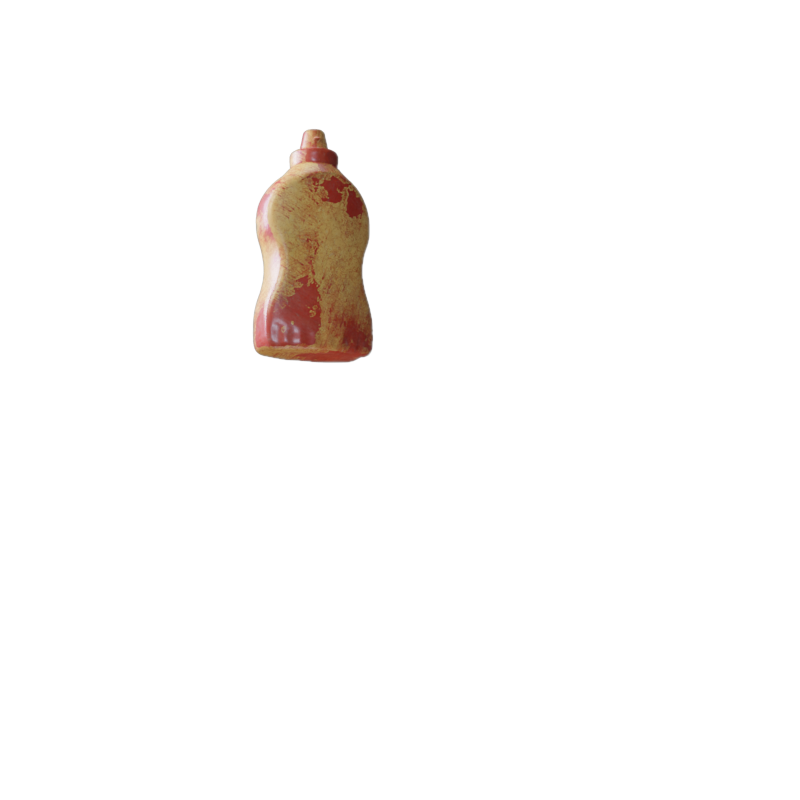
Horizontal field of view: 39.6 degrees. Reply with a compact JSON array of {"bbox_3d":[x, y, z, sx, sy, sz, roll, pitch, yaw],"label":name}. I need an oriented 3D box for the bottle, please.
[{"bbox_3d":[-0.071,-0.130,0.910,0.093,0.199,0.058,5,-16,-24],"label":"bottle"}]
